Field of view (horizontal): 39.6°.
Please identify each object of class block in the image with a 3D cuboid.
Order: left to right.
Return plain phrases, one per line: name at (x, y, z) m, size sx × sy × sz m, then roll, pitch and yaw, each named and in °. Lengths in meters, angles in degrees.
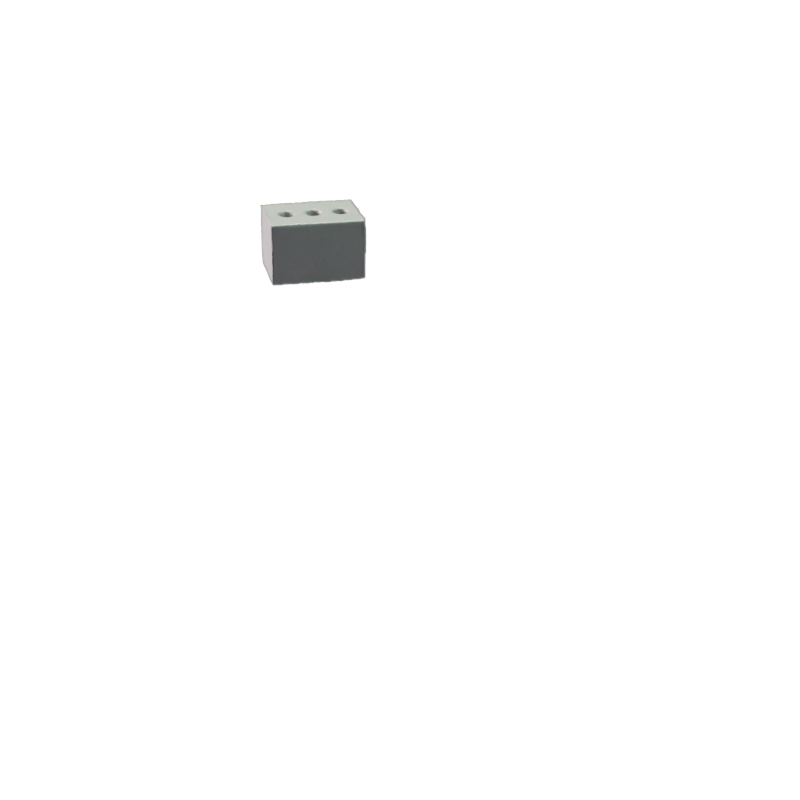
block at (-0.069, -0.126, 0.885) m, size 0.077 × 0.049 × 0.056 m, roll -5°, pitch 25°, yaw -12°
